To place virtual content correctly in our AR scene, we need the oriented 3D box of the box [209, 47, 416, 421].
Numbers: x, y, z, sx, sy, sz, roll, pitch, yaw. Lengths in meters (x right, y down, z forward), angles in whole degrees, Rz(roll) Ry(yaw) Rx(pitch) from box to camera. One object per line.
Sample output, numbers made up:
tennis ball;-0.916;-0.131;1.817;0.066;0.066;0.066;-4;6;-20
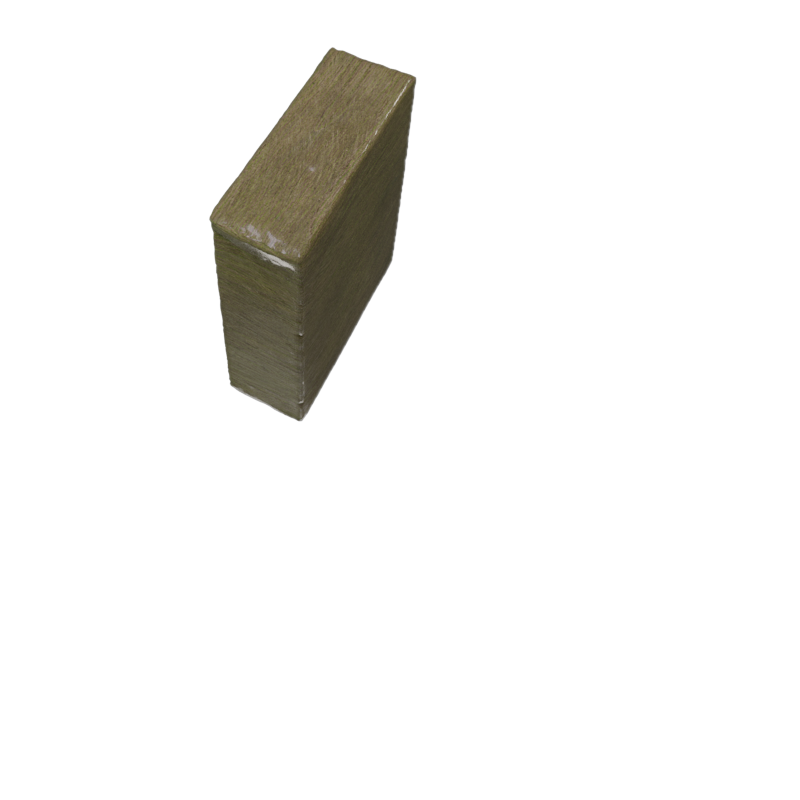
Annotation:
box;-0.060;-0.109;0.766;0.074;0.170;0.201;23;-29;9
